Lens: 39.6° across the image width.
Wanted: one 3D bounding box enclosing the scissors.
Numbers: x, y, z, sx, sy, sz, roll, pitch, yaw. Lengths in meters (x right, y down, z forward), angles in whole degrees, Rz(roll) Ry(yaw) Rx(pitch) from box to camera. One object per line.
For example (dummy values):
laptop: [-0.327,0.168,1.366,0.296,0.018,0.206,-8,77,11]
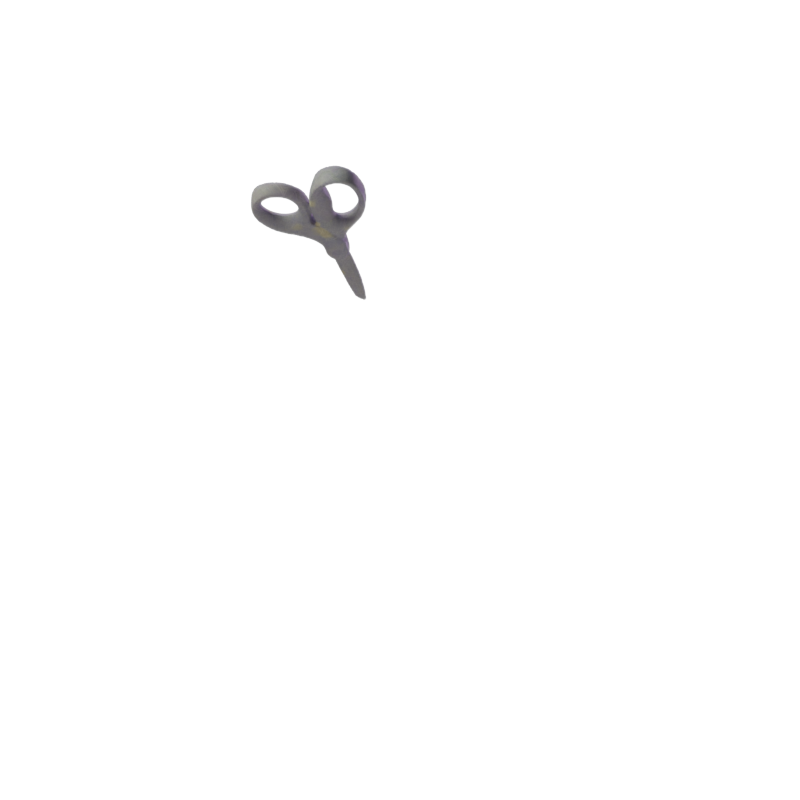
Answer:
scissors: [-0.070,-0.127,0.891,0.096,0.017,0.191,2,-24,-4]
